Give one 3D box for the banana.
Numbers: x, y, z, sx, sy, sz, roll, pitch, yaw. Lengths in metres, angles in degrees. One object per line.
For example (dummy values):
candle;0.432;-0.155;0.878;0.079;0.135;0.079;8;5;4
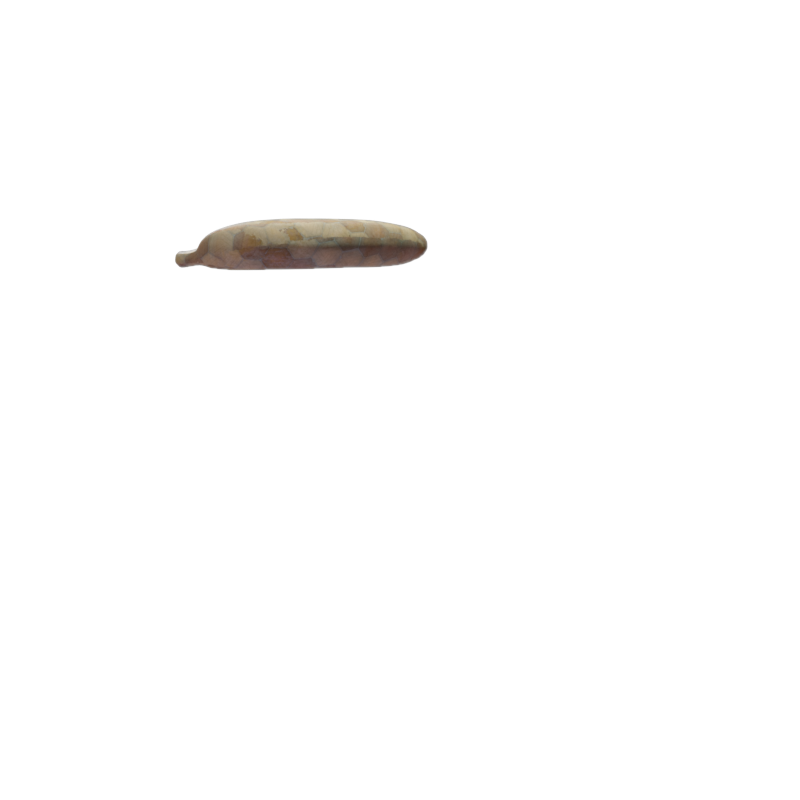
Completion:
banana;-0.062;-0.115;0.814;0.193;0.036;0.072;-3;10;-18
